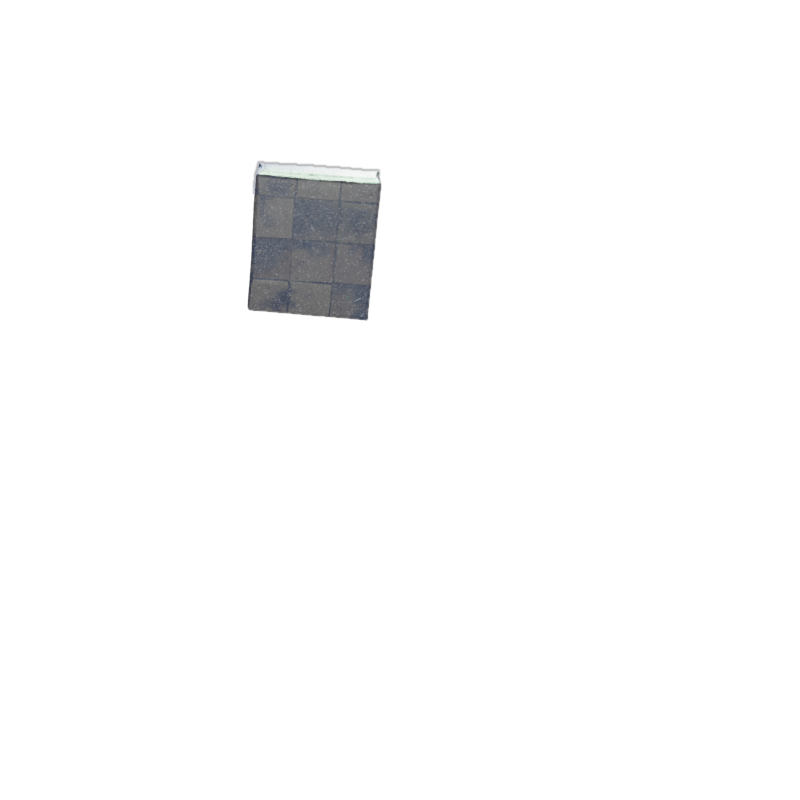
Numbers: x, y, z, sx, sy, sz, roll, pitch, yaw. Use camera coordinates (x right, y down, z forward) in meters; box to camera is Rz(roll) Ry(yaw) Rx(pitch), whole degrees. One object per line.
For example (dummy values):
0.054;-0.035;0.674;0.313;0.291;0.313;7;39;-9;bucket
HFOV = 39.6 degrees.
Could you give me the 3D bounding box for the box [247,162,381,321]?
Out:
-0.052;-0.094;0.661;0.073;0.085;0.032;5;22;-3;box
